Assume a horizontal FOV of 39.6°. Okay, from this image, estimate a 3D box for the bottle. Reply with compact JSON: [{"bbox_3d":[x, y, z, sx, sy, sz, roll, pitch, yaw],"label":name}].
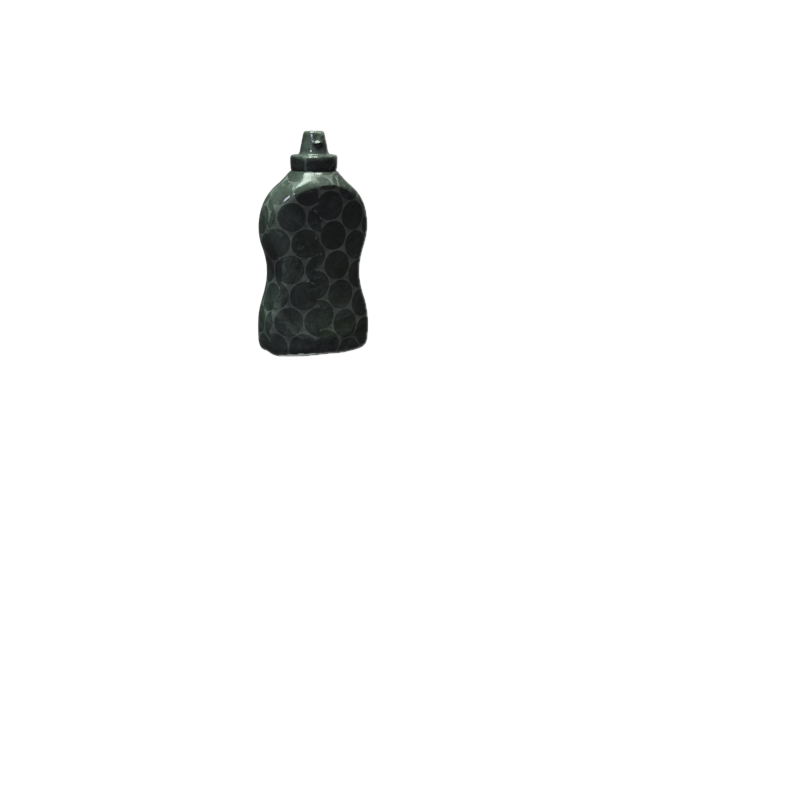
[{"bbox_3d":[-0.075,-0.137,0.963,0.094,0.188,0.061,-3,9,-24],"label":"bottle"}]
